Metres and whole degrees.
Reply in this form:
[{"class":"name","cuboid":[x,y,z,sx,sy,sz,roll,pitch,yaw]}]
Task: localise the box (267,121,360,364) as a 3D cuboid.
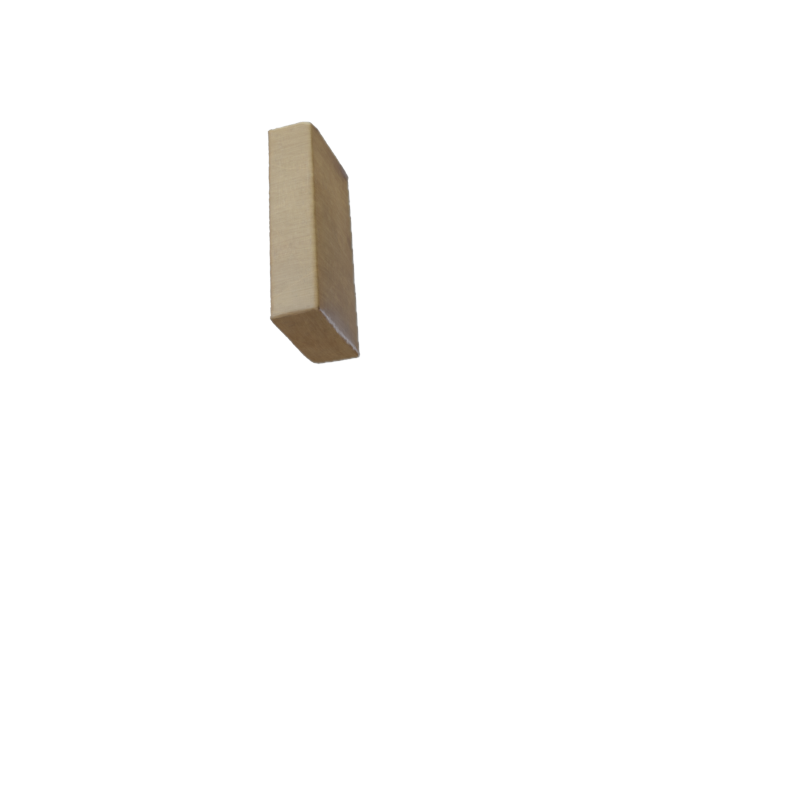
[{"class":"box","cuboid":[-0.069,-0.127,0.887,0.049,0.187,0.086,-11,-29,16]}]
